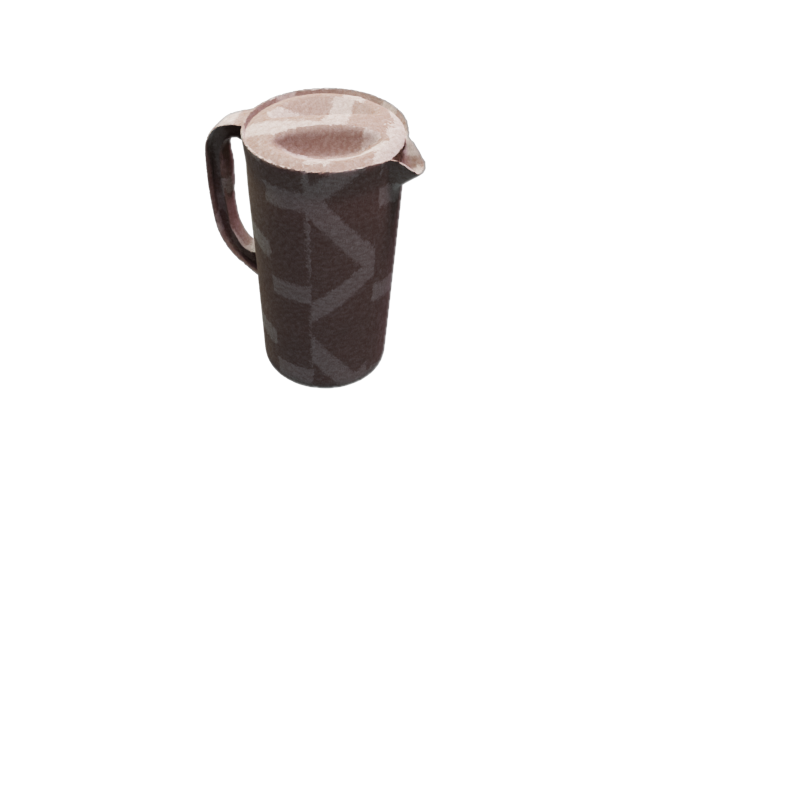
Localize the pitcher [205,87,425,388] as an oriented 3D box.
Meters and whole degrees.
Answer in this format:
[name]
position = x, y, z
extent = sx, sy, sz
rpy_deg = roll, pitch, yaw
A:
[pitcher]
position = -0.074, -0.134, 0.941
extent = 0.143, 0.227, 0.162
rpy_deg = -14, 42, -20
